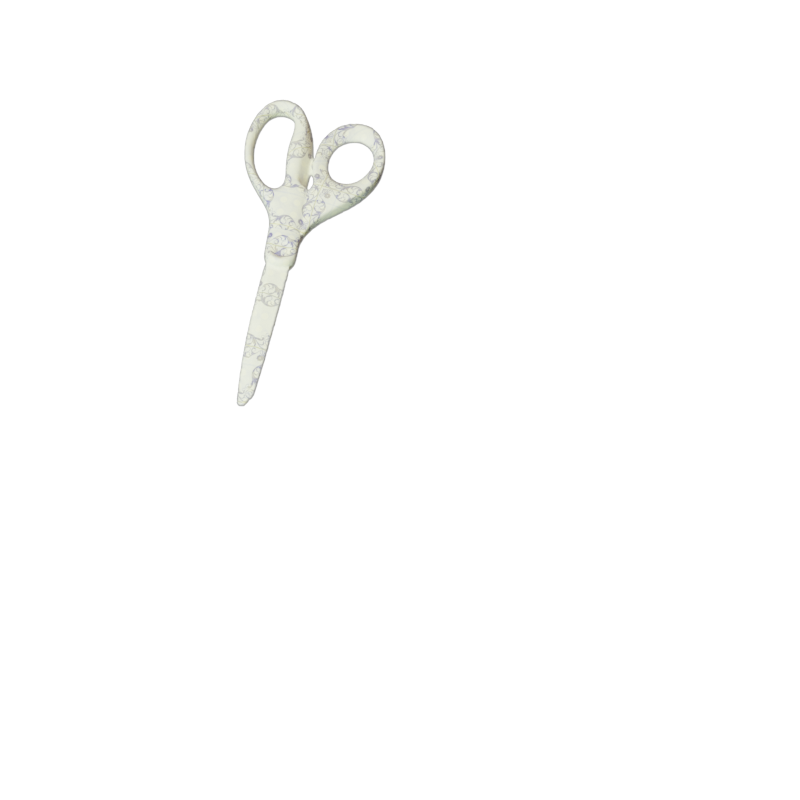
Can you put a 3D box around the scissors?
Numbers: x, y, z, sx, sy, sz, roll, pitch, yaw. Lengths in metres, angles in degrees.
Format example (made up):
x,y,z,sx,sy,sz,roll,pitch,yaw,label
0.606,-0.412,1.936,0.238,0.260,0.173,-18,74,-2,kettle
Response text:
x,y,z,sx,sy,sz,roll,pitch,yaw,label
-0.051,-0.094,0.656,0.096,0.215,0.015,-4,-27,-2,scissors
